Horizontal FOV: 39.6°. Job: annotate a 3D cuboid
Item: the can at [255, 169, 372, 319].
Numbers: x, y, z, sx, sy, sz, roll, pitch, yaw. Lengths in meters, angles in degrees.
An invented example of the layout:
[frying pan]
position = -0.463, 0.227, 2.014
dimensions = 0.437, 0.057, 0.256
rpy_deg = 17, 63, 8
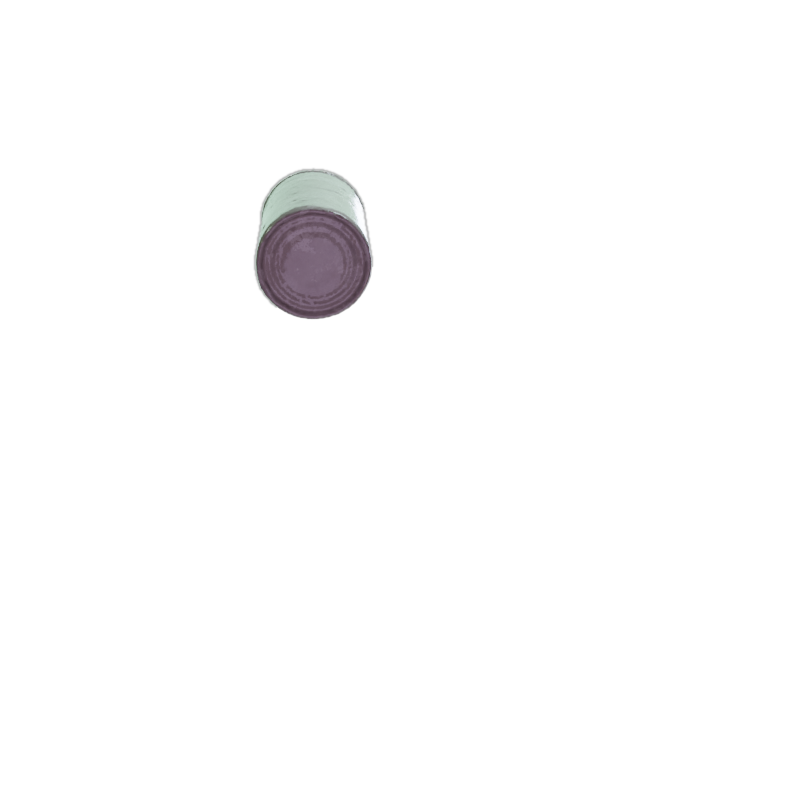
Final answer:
[can]
position = -0.052, -0.096, 0.670
dimensions = 0.068, 0.066, 0.107
rpy_deg = 0, 21, -3
